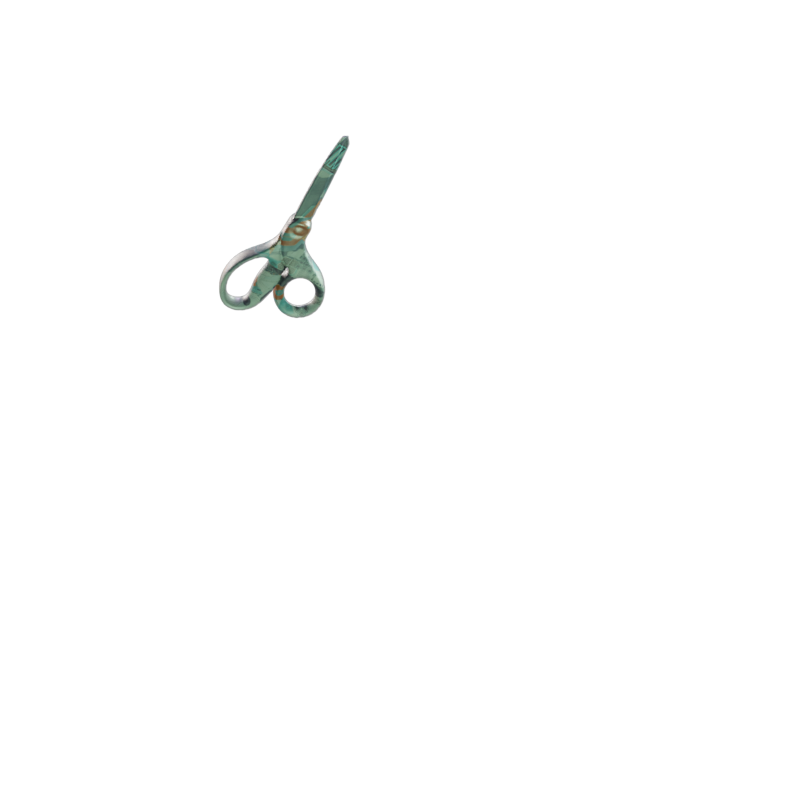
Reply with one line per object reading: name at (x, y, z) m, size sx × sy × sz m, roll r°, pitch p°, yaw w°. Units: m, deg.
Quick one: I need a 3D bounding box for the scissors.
scissors at (-0.069, -0.127, 0.887) m, size 0.091 × 0.017 × 0.198 m, roll 29°, pitch -49°, yaw -29°
